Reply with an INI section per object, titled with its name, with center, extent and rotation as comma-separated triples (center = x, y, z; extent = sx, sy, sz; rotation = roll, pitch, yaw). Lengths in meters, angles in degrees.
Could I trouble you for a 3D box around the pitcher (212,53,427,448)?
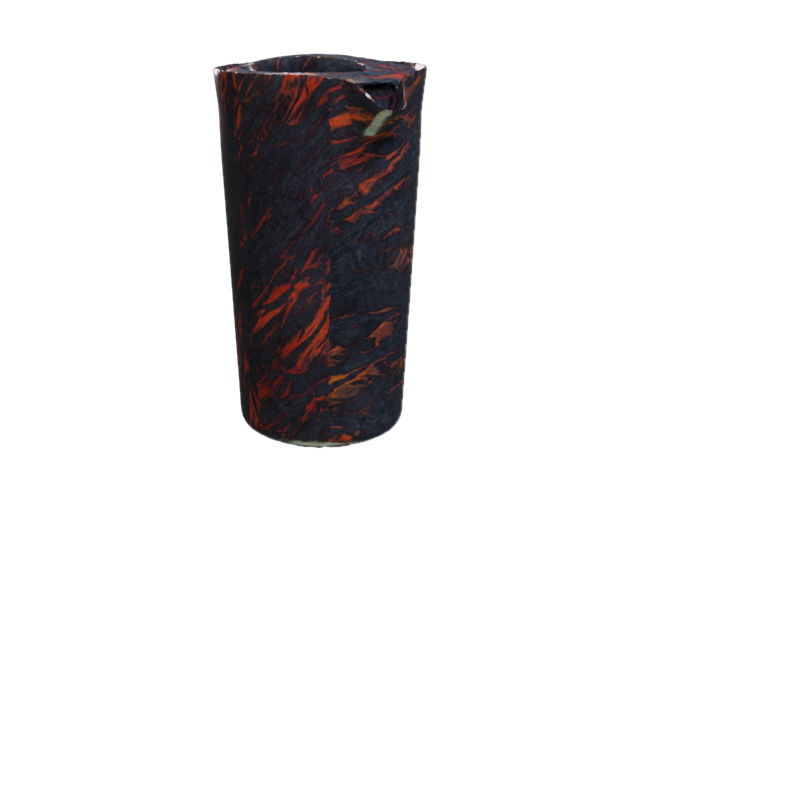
[pitcher]
center = -0.057, -0.103, 0.725
extent = 0.147, 0.235, 0.152
rotation = 4, 16, 11
